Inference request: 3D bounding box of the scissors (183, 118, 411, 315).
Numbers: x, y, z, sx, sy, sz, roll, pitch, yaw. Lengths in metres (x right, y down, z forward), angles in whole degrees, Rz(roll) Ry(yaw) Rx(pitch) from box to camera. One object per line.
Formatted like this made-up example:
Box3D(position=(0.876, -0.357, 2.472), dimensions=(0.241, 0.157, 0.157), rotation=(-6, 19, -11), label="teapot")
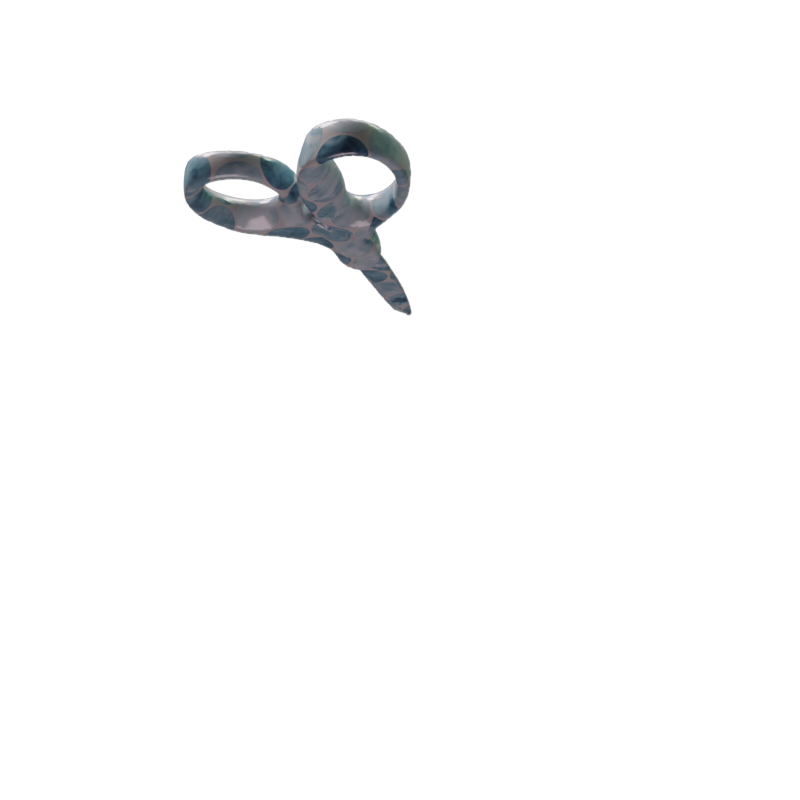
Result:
Box3D(position=(-0.038, -0.069, 0.481), dimensions=(0.096, 0.016, 0.193), rotation=(0, -15, -2), label="scissors")
